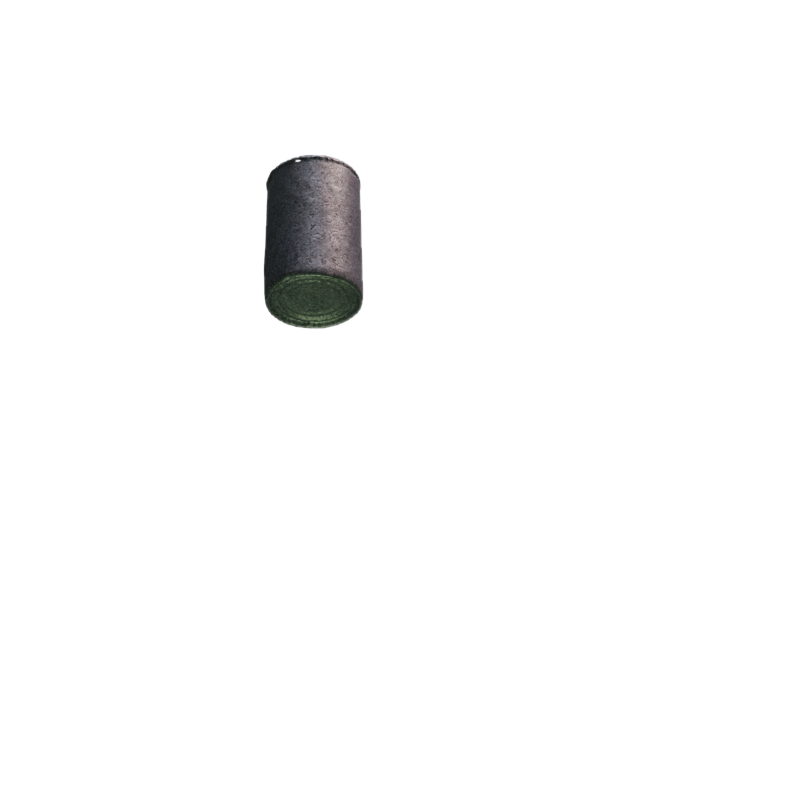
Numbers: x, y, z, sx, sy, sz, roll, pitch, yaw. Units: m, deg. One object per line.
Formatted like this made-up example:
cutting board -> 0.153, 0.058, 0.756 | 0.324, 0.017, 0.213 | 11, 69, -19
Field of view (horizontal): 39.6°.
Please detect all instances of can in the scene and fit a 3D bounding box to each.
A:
can -> -0.060, -0.109, 0.766 | 0.068, 0.109, 0.064 | -1, -33, -2
